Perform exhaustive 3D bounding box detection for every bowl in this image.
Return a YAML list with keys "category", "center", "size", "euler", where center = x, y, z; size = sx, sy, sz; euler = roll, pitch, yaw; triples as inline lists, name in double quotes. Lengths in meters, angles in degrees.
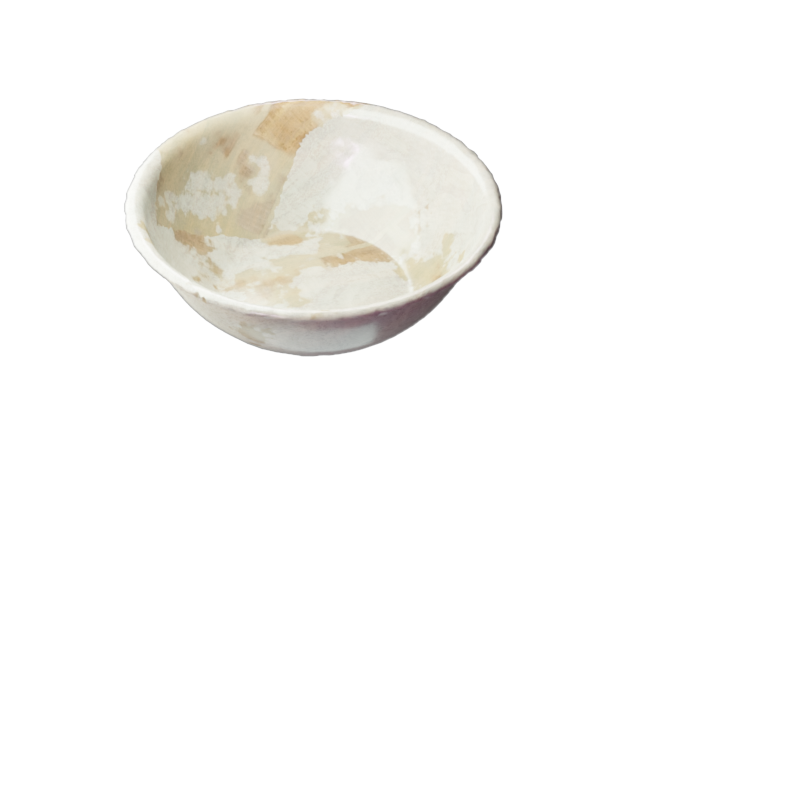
- category: "bowl"
  center: [-0.038, -0.070, 0.492]
  size: [0.162, 0.051, 0.174]
  euler: [-1, 42, -2]
